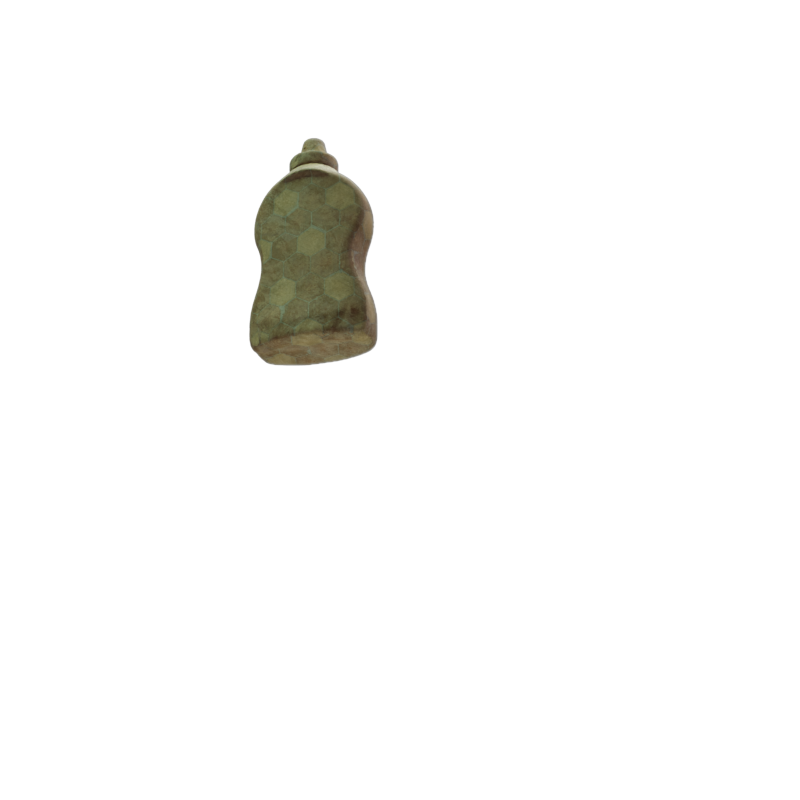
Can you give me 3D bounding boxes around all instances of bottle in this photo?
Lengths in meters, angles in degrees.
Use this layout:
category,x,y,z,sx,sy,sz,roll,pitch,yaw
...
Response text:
category,x,y,z,sx,sy,sz,roll,pitch,yaw
bottle,-0.069,-0.126,0.884,0.097,0.203,0.054,-10,-28,16
